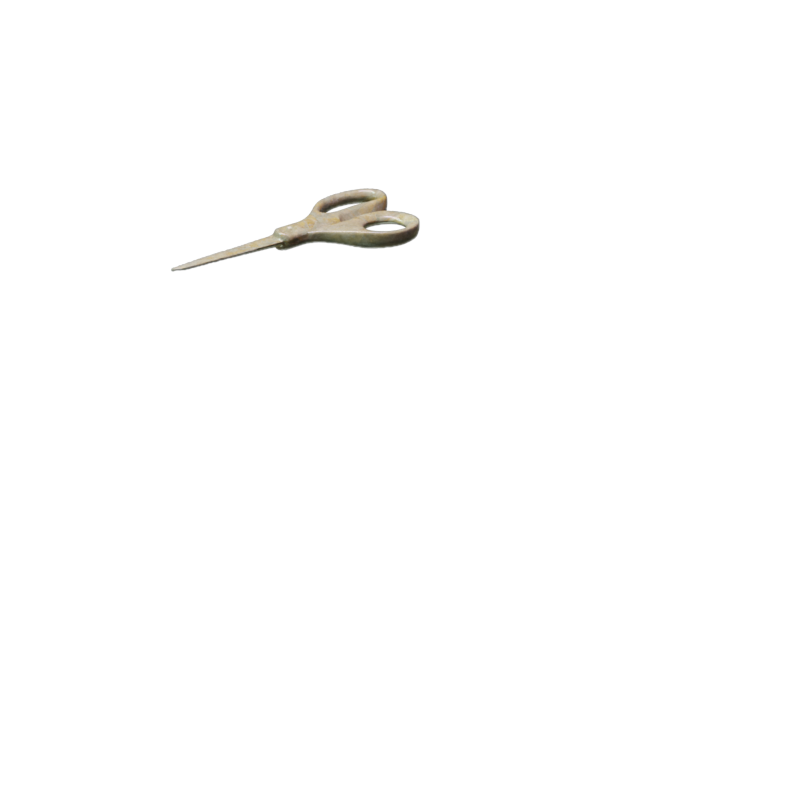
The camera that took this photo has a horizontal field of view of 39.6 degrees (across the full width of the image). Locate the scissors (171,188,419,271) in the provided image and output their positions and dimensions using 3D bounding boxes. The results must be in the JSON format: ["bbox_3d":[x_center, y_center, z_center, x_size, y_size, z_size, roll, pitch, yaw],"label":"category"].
[{"bbox_3d":[-0.064,-0.117,0.823,0.102,0.015,0.202,21,37,31],"label":"scissors"}]
